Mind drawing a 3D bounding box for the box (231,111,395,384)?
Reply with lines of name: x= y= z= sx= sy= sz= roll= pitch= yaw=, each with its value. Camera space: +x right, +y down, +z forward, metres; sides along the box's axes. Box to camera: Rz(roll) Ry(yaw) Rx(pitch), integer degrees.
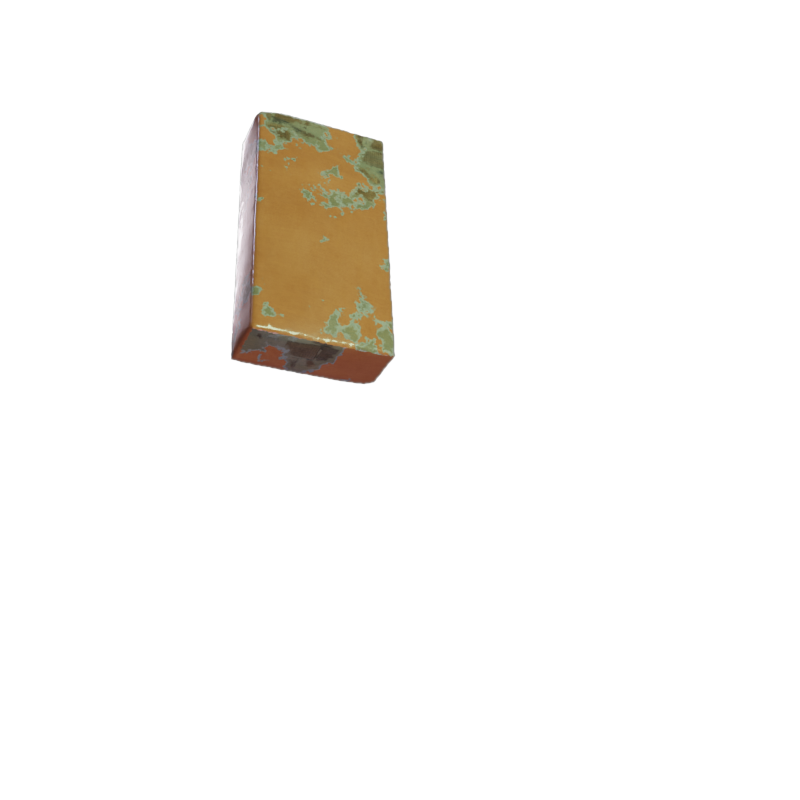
box: x=-0.055 y=-0.101 z=0.706 sx=0.090 sy=0.188 sz=0.046 roll=11 pitch=-35 yaw=-19
